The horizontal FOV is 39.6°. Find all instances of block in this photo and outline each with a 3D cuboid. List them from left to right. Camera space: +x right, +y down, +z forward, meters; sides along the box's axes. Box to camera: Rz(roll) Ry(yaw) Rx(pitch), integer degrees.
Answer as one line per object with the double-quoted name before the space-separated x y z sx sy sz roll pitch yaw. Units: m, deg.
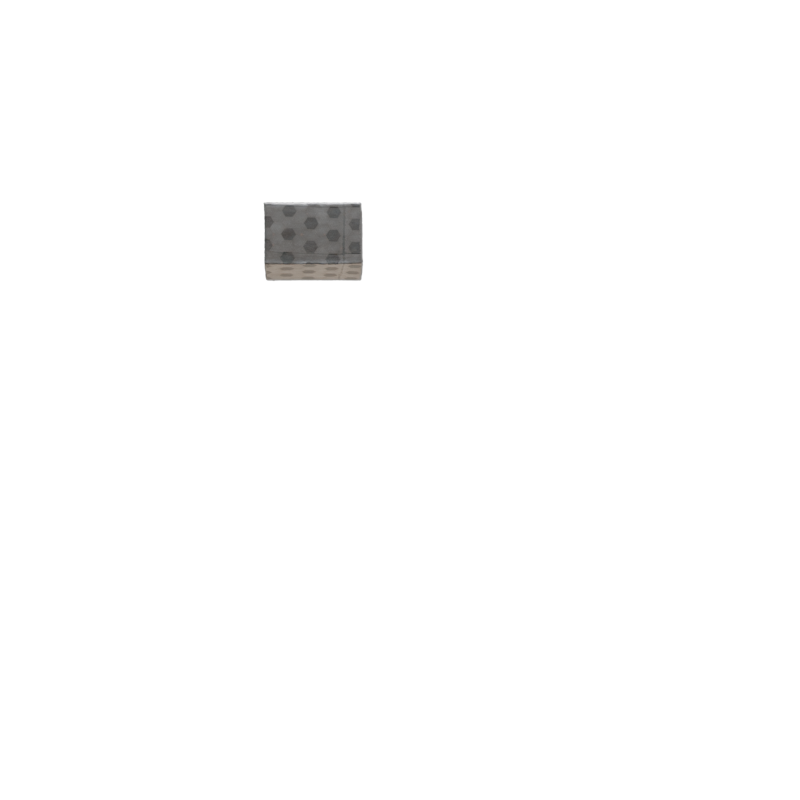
"block" -0.068 -0.124 0.870 0.078 0.053 0.051 0 -12 -3
